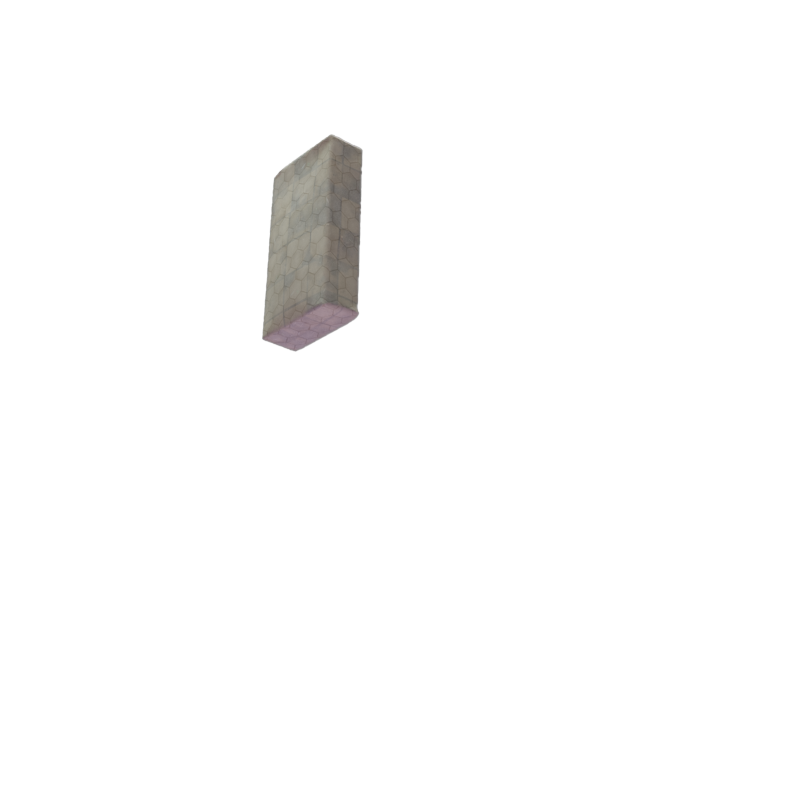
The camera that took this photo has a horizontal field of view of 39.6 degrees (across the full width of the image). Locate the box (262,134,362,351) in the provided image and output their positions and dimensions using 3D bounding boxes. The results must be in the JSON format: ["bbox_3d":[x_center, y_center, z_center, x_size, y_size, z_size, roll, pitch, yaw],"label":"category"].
[{"bbox_3d":[-0.078,-0.142,0.997,0.045,0.187,0.093,21,-35,-36],"label":"box"}]
